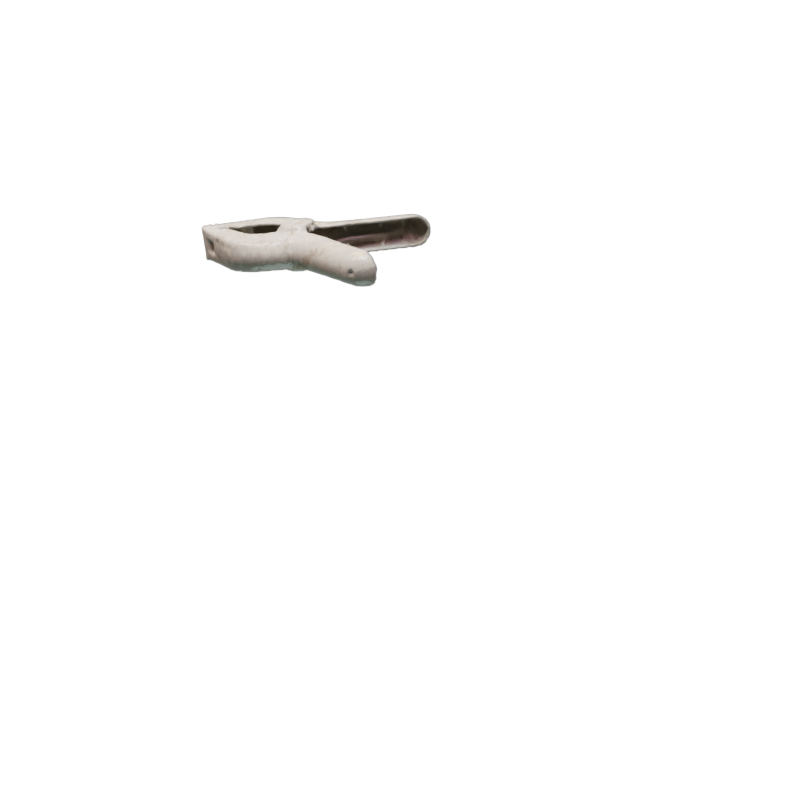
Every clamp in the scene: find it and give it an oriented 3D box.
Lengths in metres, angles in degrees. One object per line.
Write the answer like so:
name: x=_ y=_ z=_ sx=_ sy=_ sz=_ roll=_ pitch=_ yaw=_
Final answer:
clamp: x=-0.065 y=-0.118 z=0.829 sx=0.179 sy=0.038 sz=0.119 roll=12 pitch=22 yaw=31
